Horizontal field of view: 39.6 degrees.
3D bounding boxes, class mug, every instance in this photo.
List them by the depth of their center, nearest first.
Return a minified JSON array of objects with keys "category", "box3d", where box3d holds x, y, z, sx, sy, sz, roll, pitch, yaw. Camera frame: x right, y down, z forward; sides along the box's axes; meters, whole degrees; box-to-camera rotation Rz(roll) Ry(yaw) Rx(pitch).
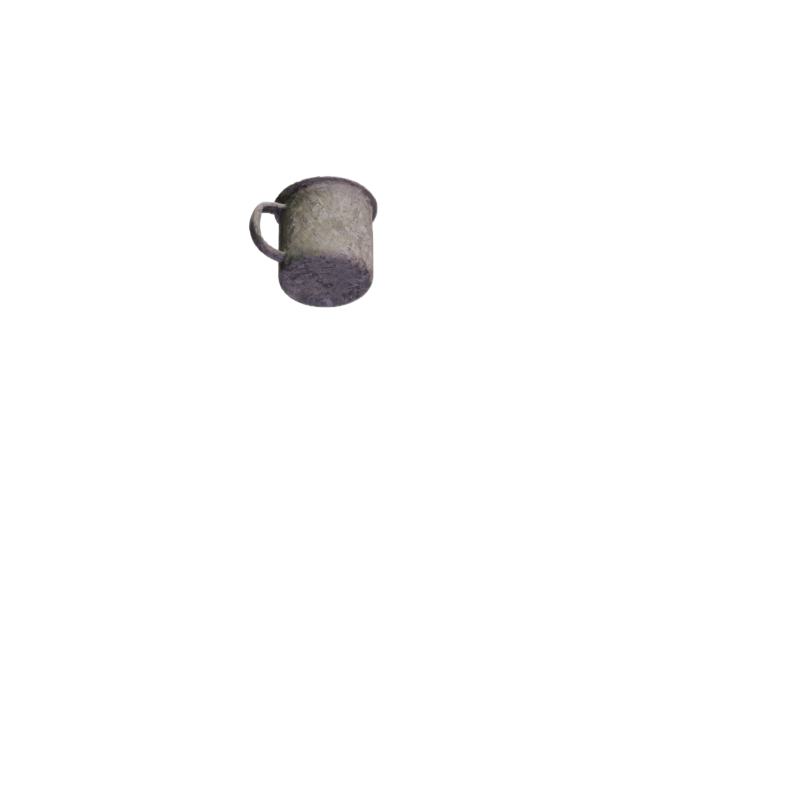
[{"category":"mug","box3d":[-0.075,-0.137,0.957,0.112,0.087,0.091,16,-36,-24]}]
